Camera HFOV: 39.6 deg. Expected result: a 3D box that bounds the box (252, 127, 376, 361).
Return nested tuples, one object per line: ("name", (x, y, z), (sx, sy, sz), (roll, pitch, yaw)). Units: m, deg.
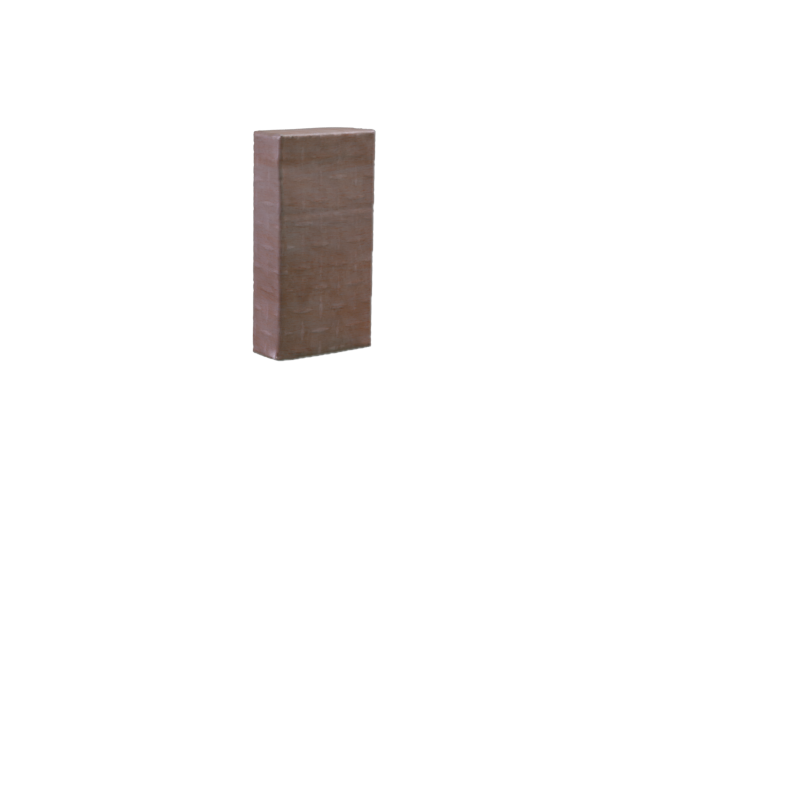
("box", (-0.068, -0.124, 0.867), (0.091, 0.172, 0.050), (-7, 12, -37))
